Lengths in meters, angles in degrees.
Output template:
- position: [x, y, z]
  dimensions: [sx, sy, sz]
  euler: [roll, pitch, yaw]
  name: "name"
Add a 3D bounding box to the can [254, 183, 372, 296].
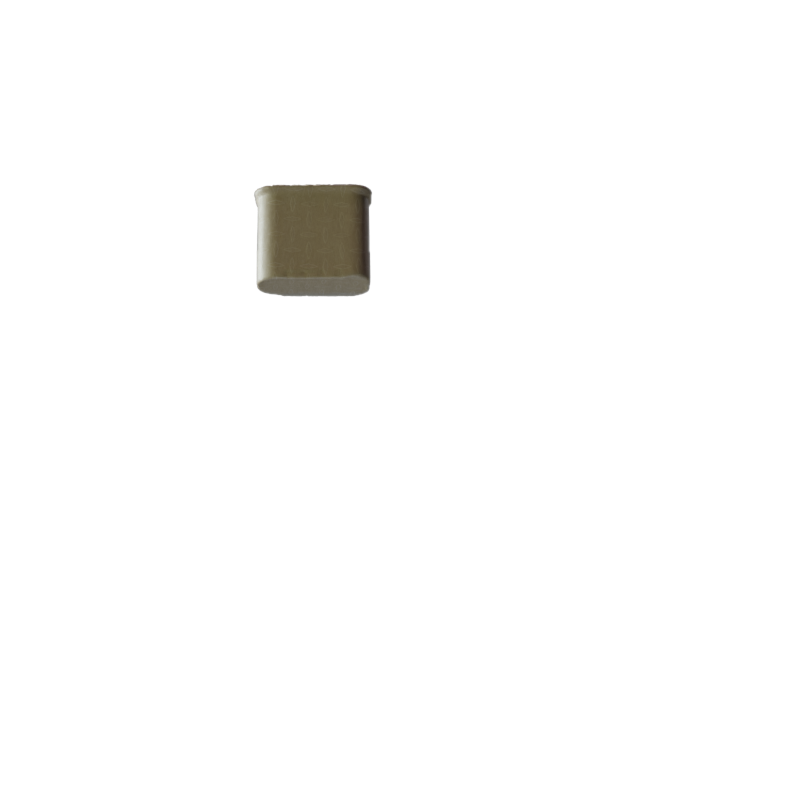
- position: [-0.075, -0.136, 0.953]
  dimensions: [0.102, 0.088, 0.055]
  euler: [-1, -17, 0]
  name: "can"
